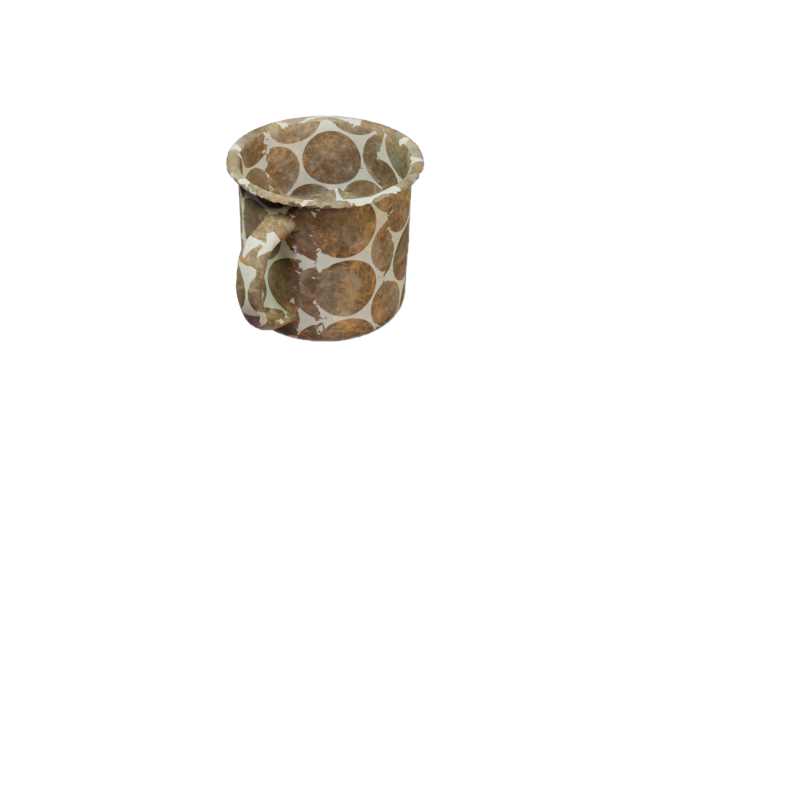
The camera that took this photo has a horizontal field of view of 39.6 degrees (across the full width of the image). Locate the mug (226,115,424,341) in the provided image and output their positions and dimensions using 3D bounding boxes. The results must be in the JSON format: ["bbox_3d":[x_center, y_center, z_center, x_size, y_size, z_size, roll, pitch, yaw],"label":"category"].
[{"bbox_3d":[-0.042,-0.076,0.532,0.097,0.076,0.120,16,38,19],"label":"mug"}]
